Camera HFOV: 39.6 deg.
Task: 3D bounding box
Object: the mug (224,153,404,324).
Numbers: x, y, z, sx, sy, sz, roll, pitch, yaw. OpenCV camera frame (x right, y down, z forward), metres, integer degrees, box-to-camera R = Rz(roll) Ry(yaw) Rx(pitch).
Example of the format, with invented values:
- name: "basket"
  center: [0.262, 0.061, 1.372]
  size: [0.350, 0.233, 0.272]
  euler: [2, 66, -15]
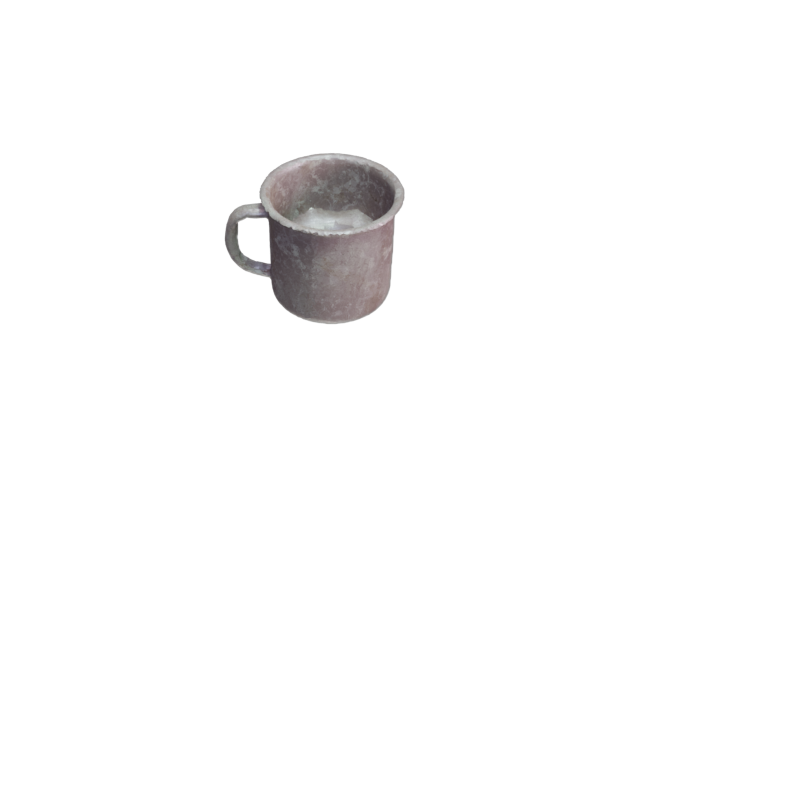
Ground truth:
- name: "mug"
  center: [-0.057, -0.105, 0.734]
  size: [0.117, 0.076, 0.100]
  euler: [-1, 41, -3]
